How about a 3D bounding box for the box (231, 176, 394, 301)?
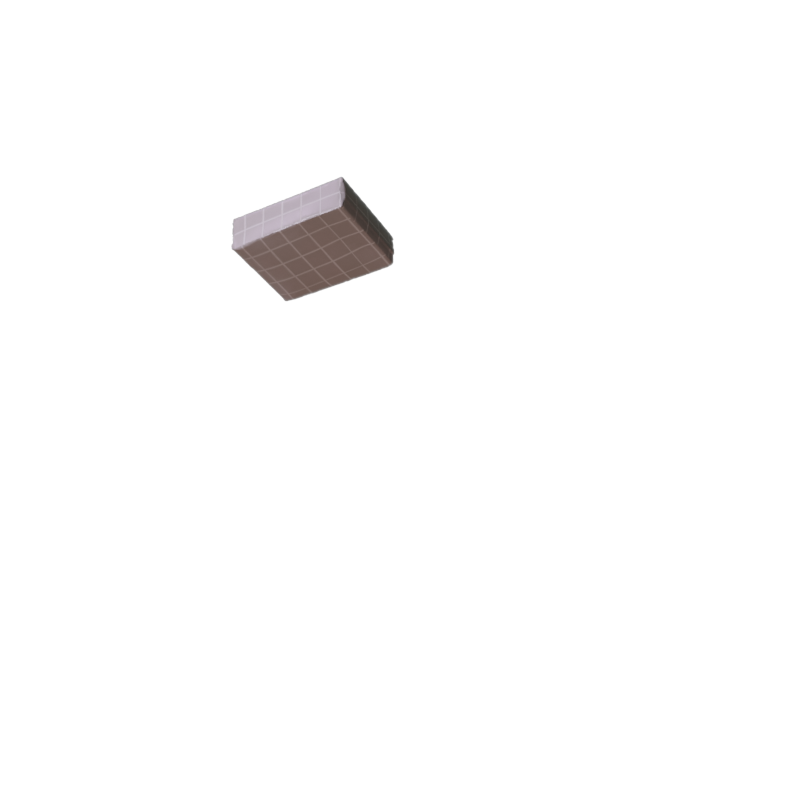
[{"bbox_3d":[-0.075,-0.136,0.954,0.114,0.042,0.083,-19,-41,23],"label":"box"}]
